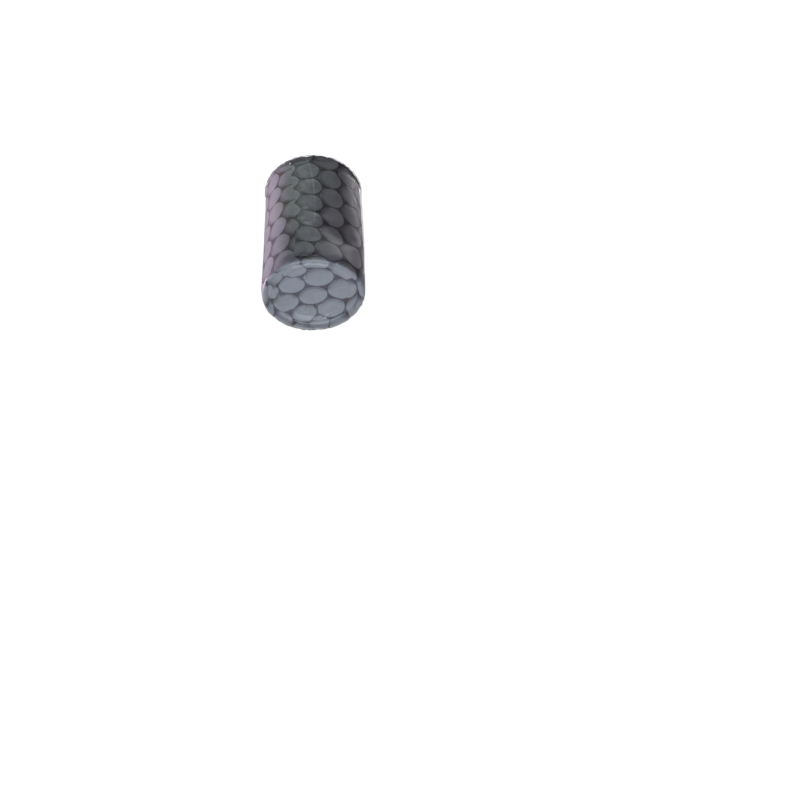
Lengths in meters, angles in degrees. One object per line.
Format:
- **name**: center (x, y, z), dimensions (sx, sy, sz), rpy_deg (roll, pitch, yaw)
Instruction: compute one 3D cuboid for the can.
- **can**: center (-0.058, -0.106, 0.740), dimensions (0.068, 0.110, 0.064), rpy_deg (-1, -43, -3)
